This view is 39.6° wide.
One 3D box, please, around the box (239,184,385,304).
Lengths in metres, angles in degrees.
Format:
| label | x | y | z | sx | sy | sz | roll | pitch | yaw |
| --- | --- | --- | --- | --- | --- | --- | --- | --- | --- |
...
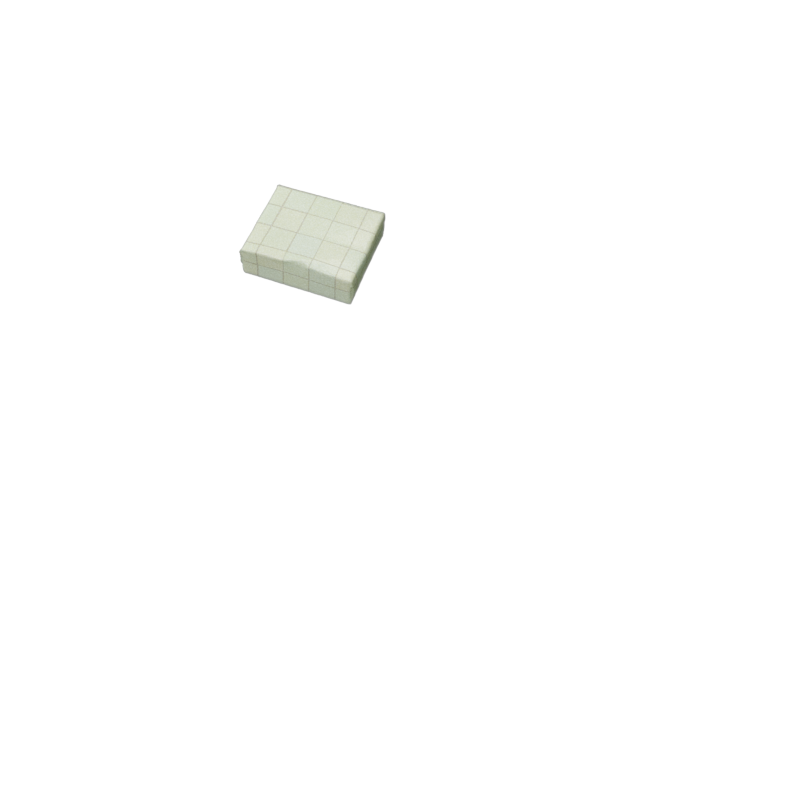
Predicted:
| label | x | y | z | sx | sy | sz | roll | pitch | yaw |
| --- | --- | --- | --- | --- | --- | --- | --- | --- | --- |
| box | -0.065 | -0.118 | 0.825 | 0.092 | 0.076 | 0.028 | 17 | -36 | 12 |
